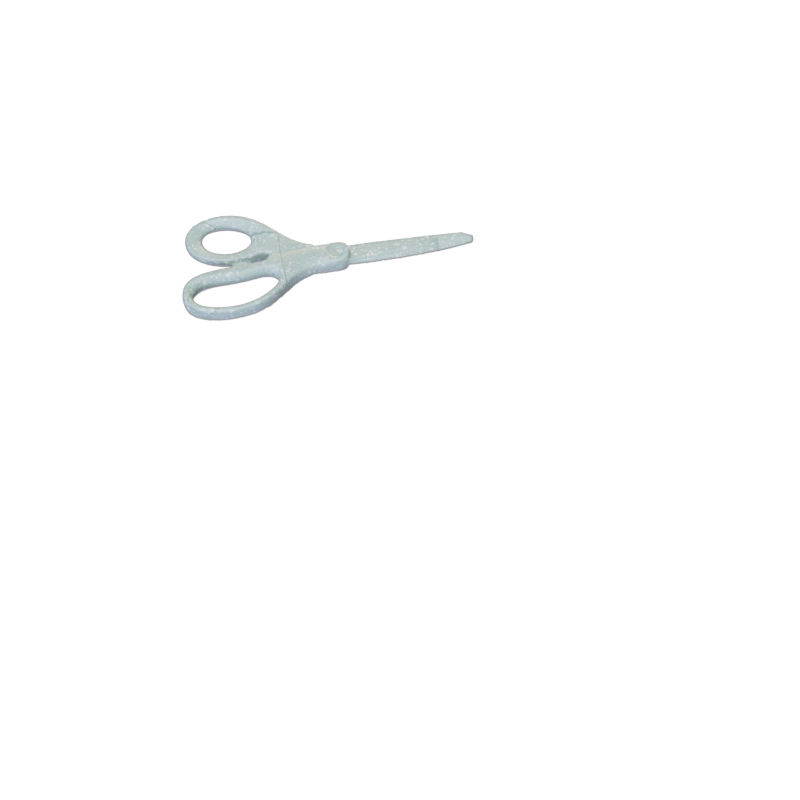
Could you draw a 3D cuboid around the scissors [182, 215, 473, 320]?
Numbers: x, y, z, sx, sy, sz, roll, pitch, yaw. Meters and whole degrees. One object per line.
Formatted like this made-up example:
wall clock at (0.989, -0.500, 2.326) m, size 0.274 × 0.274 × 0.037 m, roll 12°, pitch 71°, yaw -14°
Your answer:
scissors at (-0.060, -0.109, 0.765) m, size 0.200 × 0.104 × 0.015 m, roll -22°, pitch -37°, yaw -18°
